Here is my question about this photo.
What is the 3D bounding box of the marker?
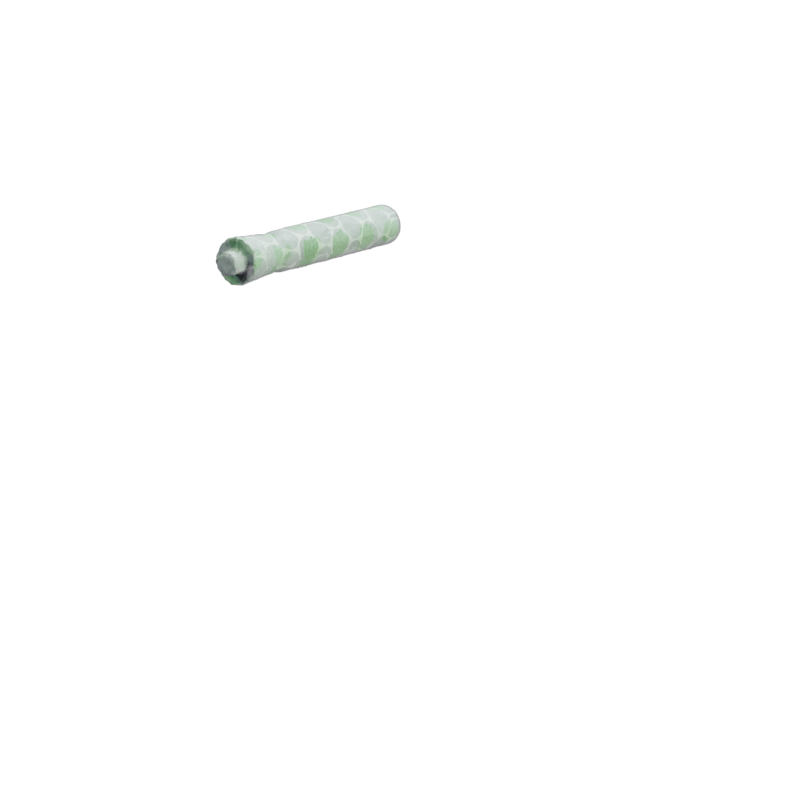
[{"bbox_3d":[-0.036,-0.066,0.465,0.020,0.019,0.120,2,16,30],"label":"marker"}]
